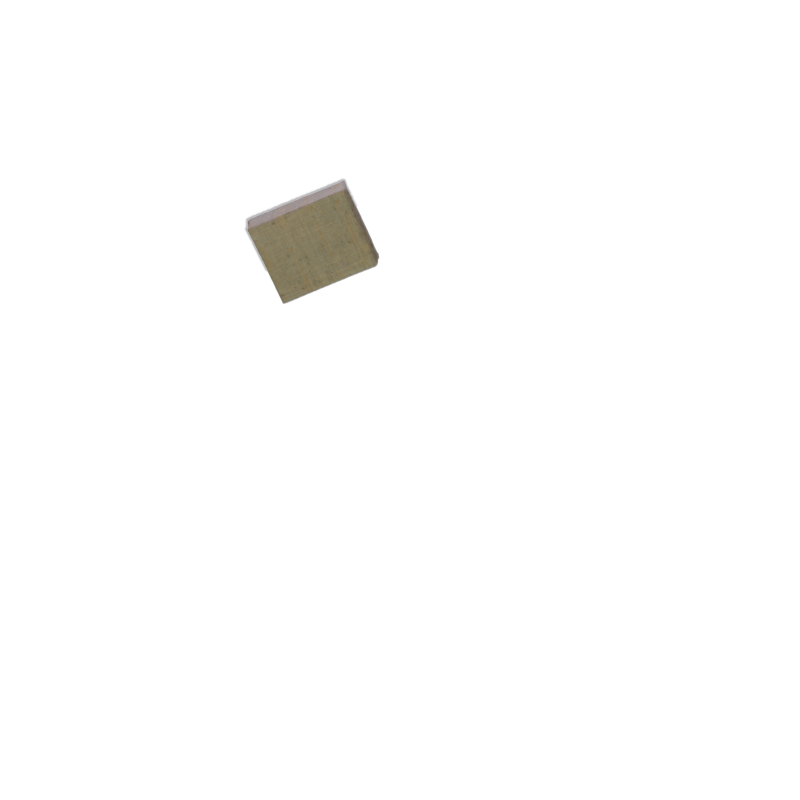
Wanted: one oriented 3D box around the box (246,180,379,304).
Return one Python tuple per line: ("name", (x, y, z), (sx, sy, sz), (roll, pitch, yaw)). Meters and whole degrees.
("box", (-0.071, -0.130, 0.913), (0.089, 0.069, 0.032), (-22, 22, 8))
